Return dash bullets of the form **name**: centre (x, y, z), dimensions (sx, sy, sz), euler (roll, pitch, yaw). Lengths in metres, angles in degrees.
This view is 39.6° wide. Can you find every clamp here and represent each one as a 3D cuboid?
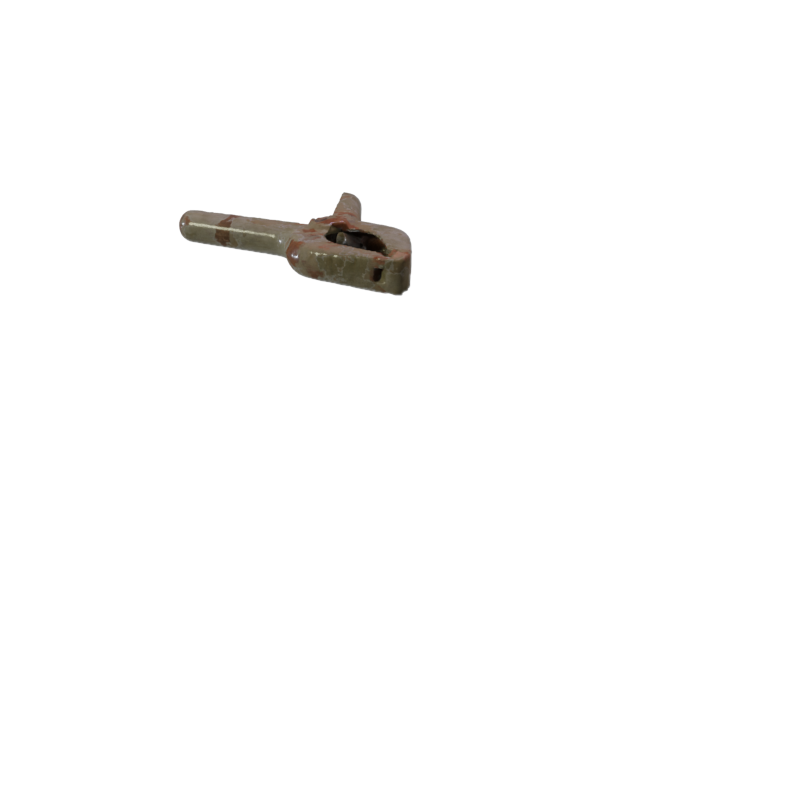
- **clamp**: centre (-0.066, -0.120, 0.841), dimensions (0.161, 0.035, 0.224), euler (-10, 25, -23)
